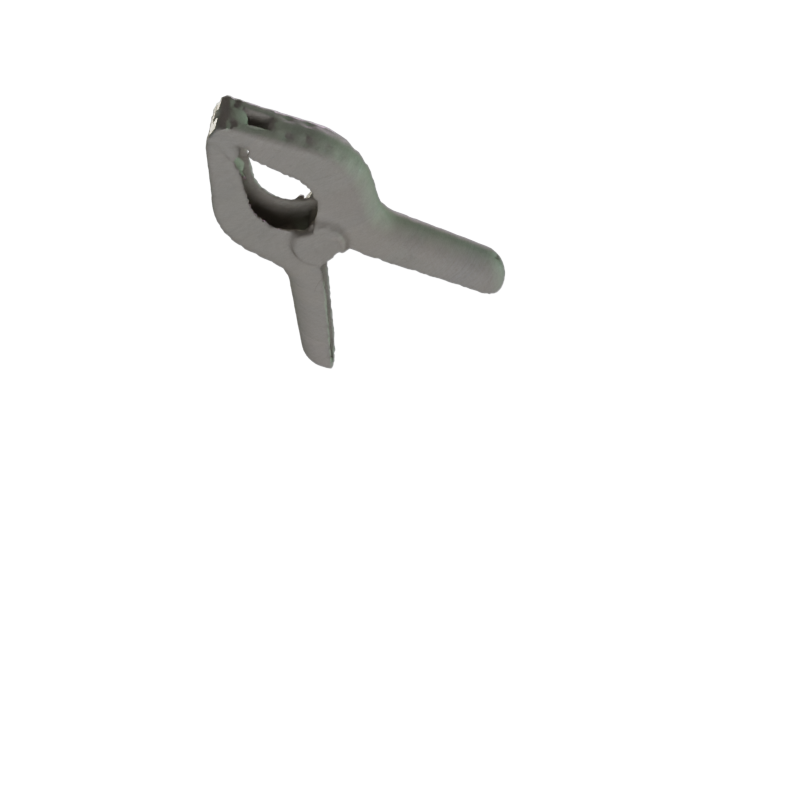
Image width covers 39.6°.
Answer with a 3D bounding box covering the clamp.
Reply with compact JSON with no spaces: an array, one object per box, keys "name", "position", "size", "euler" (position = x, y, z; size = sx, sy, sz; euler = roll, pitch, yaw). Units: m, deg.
[{"name":"clamp","position":[-0.044,-0.079,0.556],"size":[0.119,0.042,0.162],"euler":[-37,-60,26]}]
